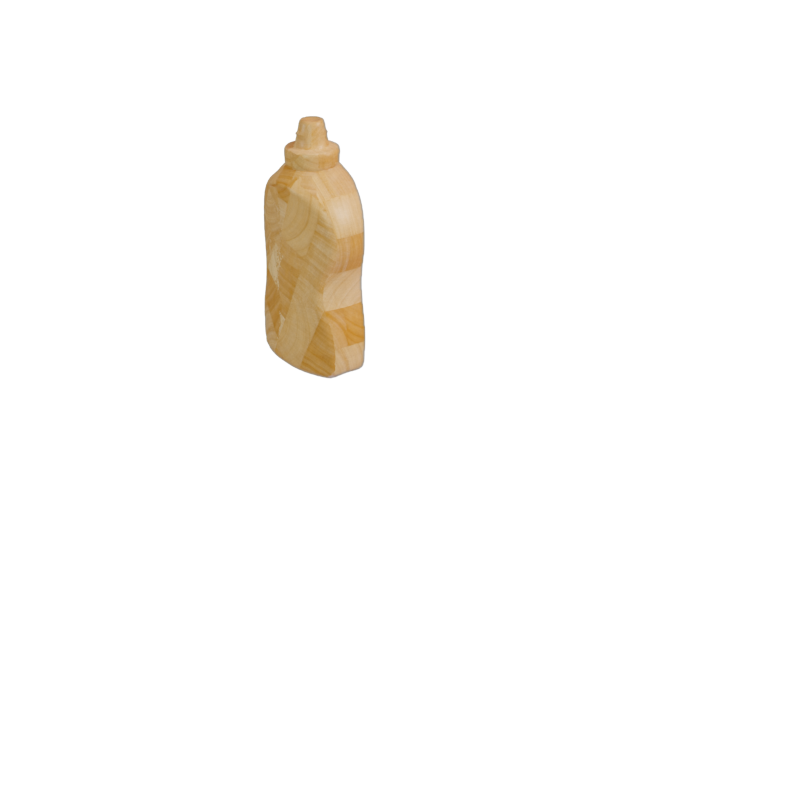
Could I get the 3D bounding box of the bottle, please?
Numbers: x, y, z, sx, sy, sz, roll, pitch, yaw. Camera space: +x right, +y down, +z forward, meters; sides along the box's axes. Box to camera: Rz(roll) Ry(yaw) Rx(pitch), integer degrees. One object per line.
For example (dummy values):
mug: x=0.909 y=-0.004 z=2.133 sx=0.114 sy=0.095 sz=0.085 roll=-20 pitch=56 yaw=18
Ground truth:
bottle: x=-0.066 y=-0.119 z=0.838 sx=0.057 sy=0.182 sz=0.103 roll=-14 pitch=28 yaw=-33
